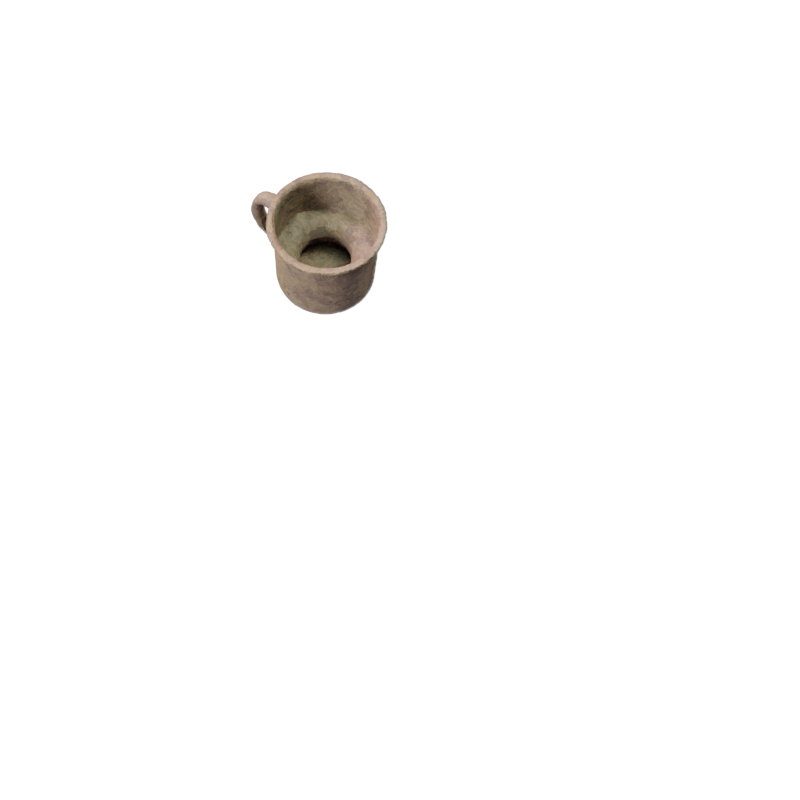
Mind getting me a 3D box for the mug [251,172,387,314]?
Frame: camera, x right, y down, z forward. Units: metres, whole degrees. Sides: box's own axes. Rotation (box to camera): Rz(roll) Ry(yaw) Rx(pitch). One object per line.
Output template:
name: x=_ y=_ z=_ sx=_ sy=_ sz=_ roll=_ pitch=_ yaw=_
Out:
mug: x=-0.069 y=-0.126 z=0.884 sx=0.121 sy=0.096 sz=0.077 roll=28 pitch=-25 yaw=13
